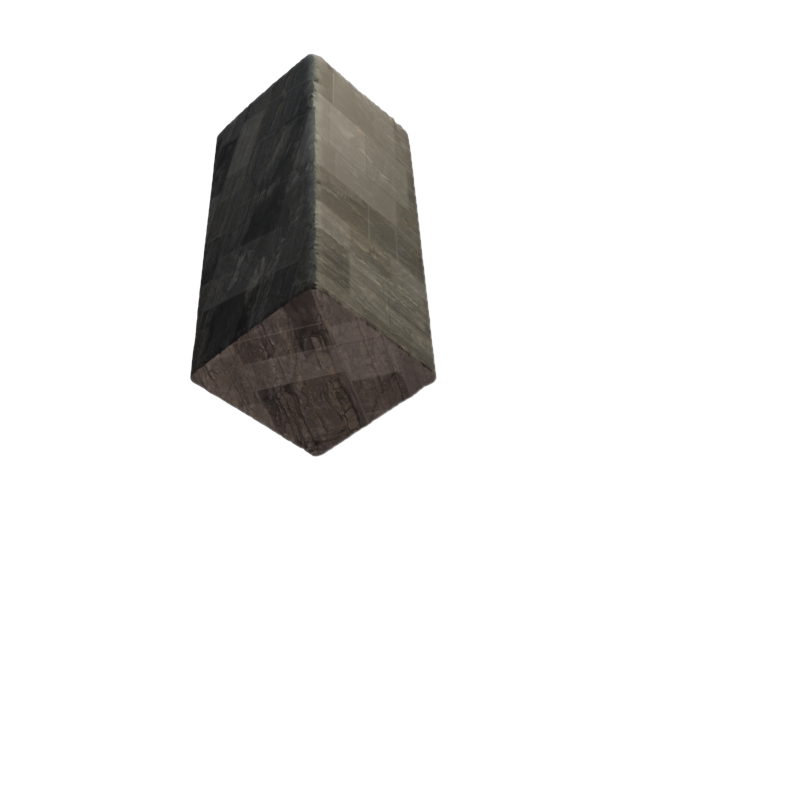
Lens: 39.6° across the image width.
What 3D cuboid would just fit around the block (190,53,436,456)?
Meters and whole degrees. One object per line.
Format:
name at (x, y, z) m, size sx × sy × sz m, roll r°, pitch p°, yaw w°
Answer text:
block at (-0.048, -0.089, 0.621) m, size 0.089 × 0.221 × 0.085 m, roll -36°, pitch -53°, yaw 27°
